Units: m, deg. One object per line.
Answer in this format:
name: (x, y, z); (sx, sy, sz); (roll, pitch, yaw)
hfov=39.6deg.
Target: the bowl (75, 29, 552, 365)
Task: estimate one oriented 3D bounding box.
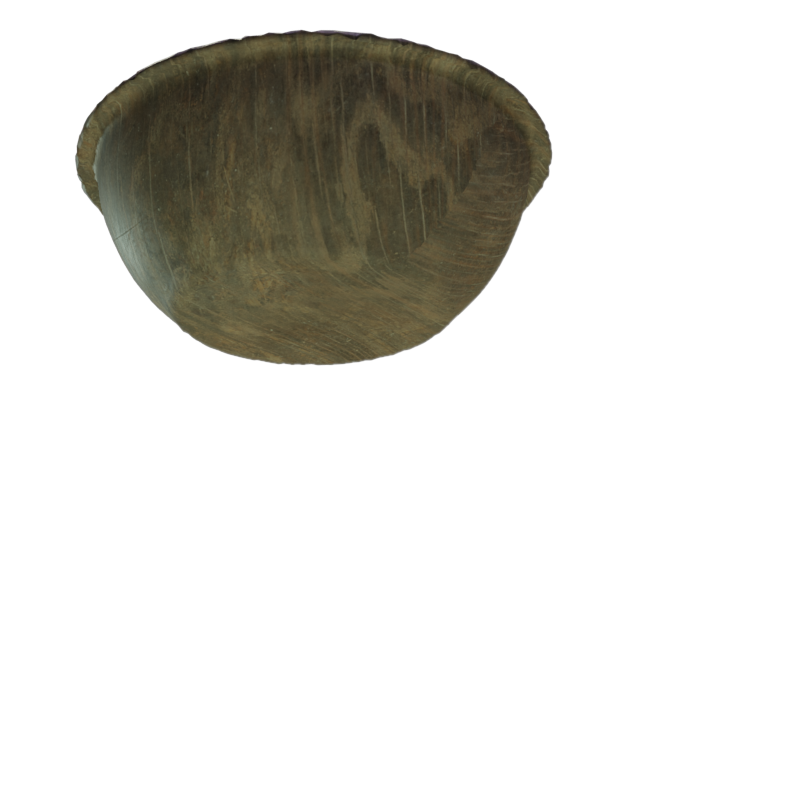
bowl: (-0.029, -0.053, 0.371); (0.162, 0.058, 0.154); (1, -21, -2)
